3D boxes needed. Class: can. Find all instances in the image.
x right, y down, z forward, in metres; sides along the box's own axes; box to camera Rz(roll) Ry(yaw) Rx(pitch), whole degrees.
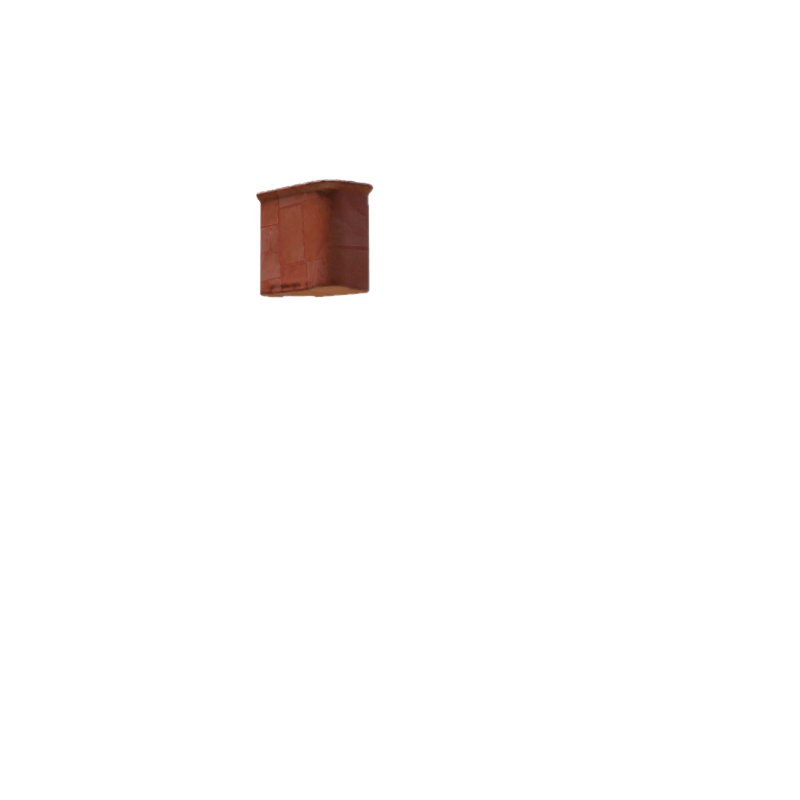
[{"bbox_3d":[-0.068,-0.125,0.876,0.055,0.085,0.105,4,-4,-42],"label":"can"}]
